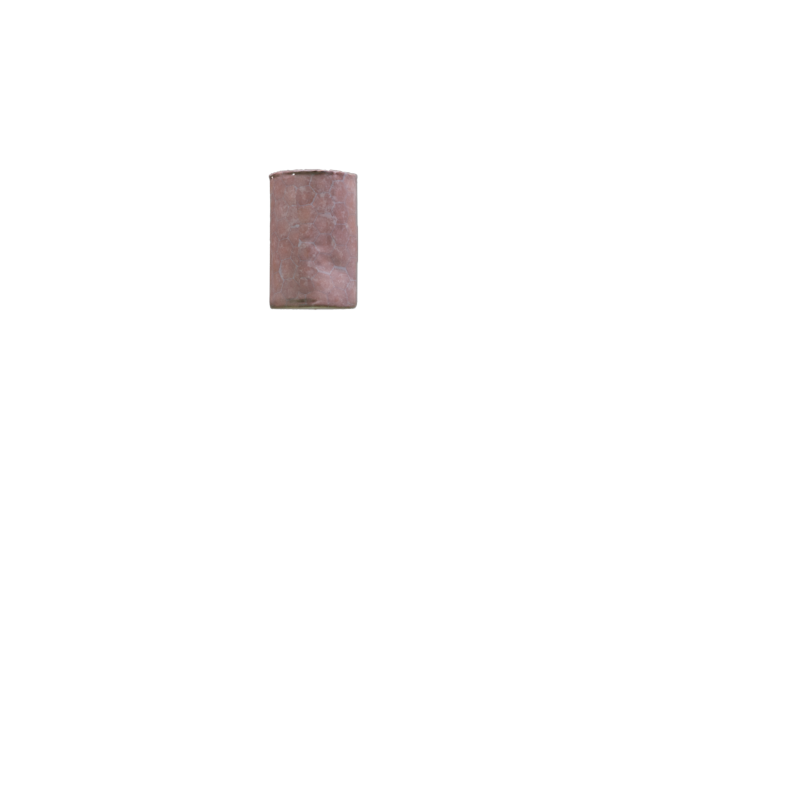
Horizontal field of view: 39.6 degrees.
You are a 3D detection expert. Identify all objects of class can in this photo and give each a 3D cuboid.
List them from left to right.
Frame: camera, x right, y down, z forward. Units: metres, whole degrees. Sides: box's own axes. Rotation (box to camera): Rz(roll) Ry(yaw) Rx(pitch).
[{"bbox_3d":[-0.066,-0.120,0.840,0.068,0.103,0.068,0,-2,-2],"label":"can"}]
